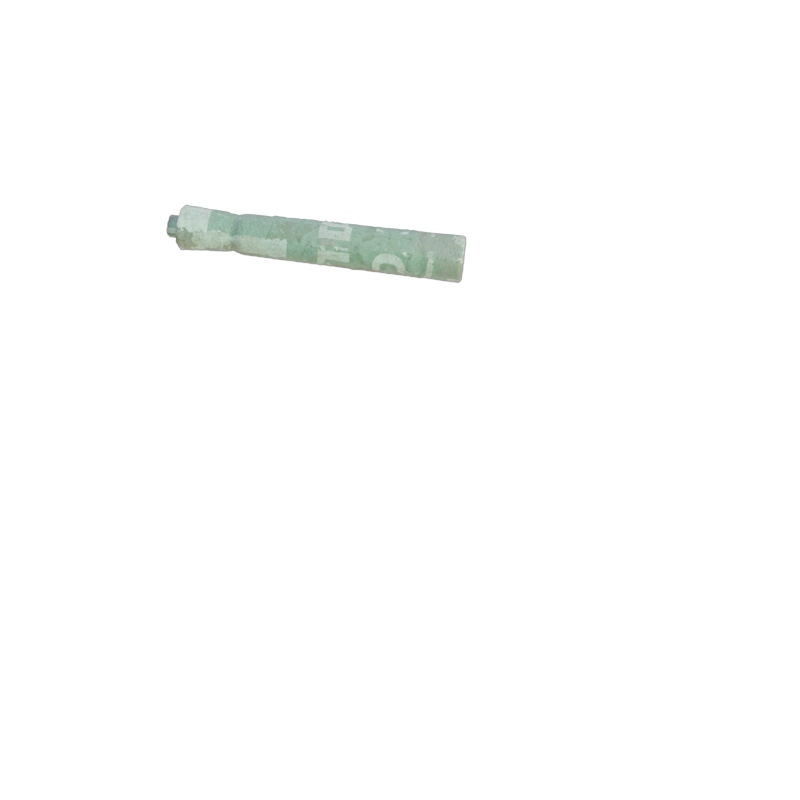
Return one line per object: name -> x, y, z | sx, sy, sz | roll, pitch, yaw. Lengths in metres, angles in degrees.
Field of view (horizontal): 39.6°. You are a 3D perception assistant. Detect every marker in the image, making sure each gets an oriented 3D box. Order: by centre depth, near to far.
marker -> -0.035, -0.064, 0.446 | 0.123, 0.020, 0.020 | 8, 5, 10
